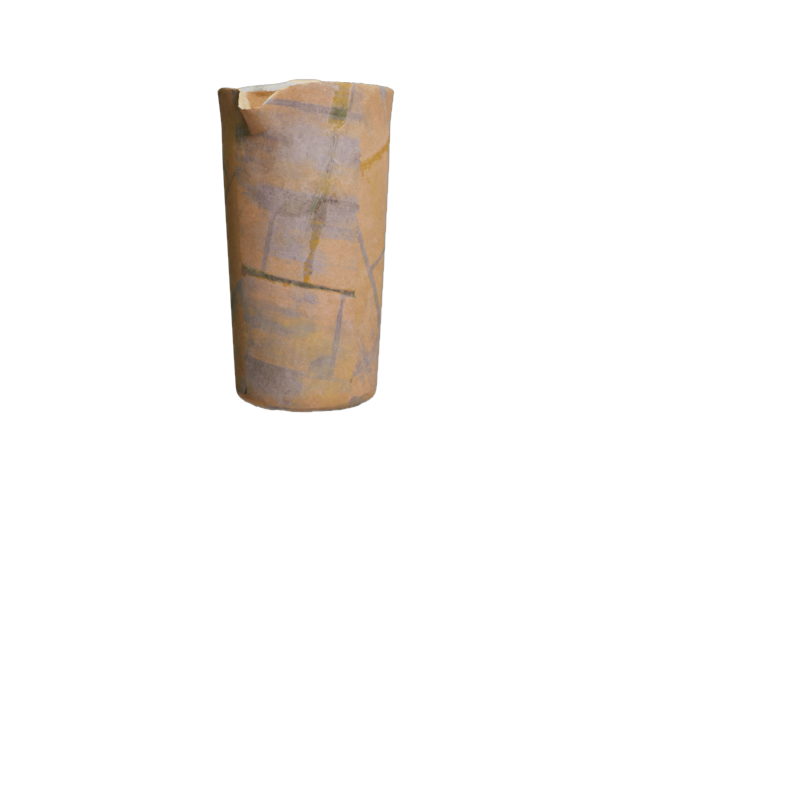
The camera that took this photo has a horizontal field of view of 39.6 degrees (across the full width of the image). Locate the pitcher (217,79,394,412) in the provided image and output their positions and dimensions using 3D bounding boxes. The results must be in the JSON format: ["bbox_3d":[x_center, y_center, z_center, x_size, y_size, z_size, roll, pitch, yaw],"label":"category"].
[{"bbox_3d":[-0.067,-0.121,0.851,0.146,0.241,0.150,-2,5,-21],"label":"pitcher"}]
